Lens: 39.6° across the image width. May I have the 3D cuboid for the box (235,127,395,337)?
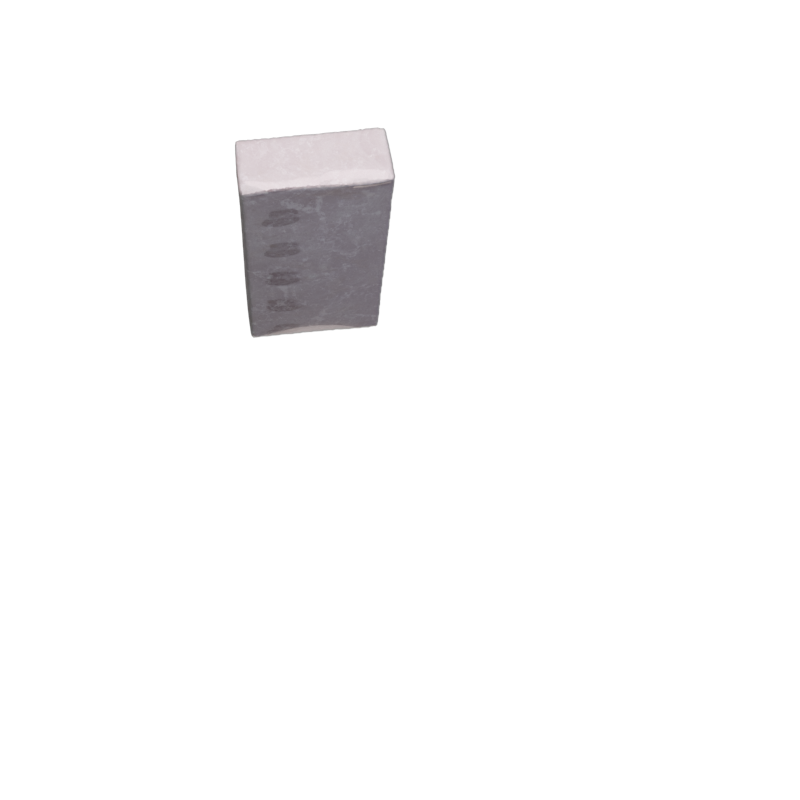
[{"bbox_3d":[-0.056,-0.102,0.717,0.093,0.051,0.166,-6,-24,-6],"label":"box"}]
